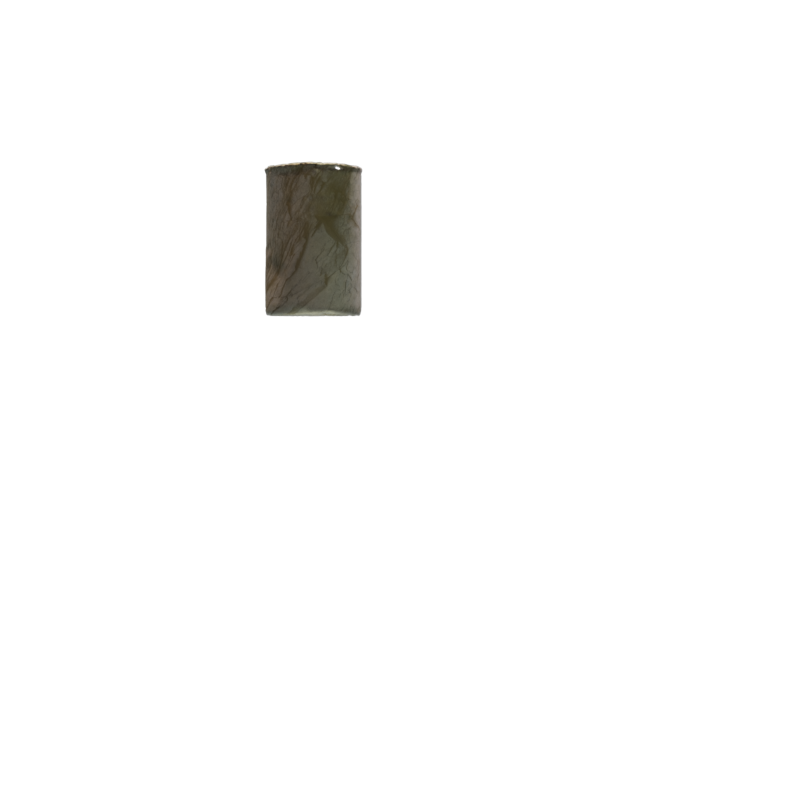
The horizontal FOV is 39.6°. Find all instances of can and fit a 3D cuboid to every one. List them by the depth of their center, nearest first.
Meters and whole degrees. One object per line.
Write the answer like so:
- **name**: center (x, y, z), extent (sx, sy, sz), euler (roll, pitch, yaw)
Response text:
- **can**: center (-0.060, -0.109, 0.765), extent (0.068, 0.103, 0.068), euler (0, -2, -2)
